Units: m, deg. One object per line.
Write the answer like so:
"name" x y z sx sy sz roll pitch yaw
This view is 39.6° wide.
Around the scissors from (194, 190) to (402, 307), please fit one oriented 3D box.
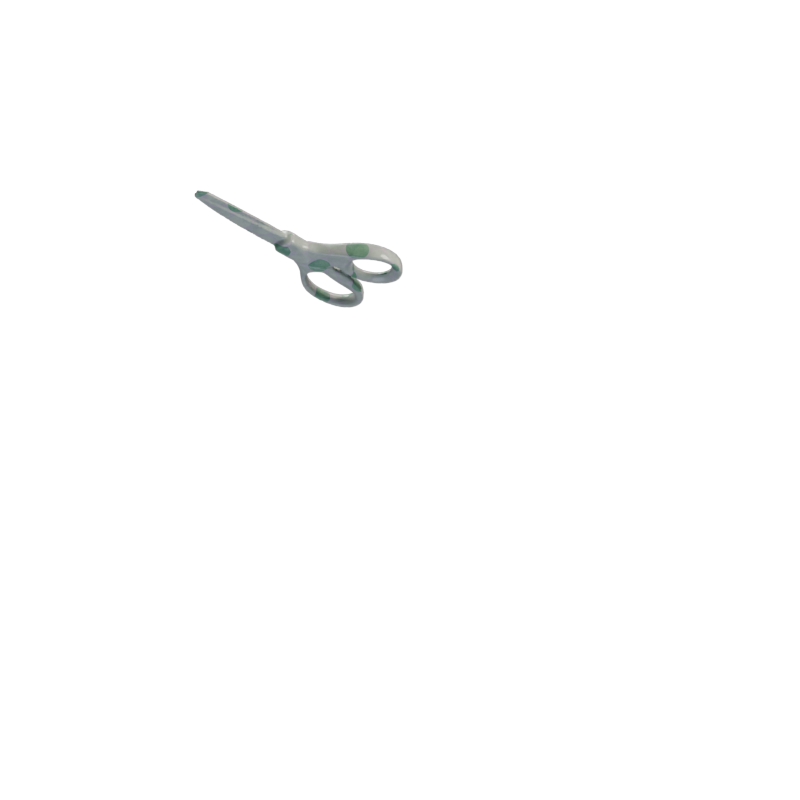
"scissors" -0.069 -0.126 0.882 0.098 0.017 0.187 -12 -29 23
